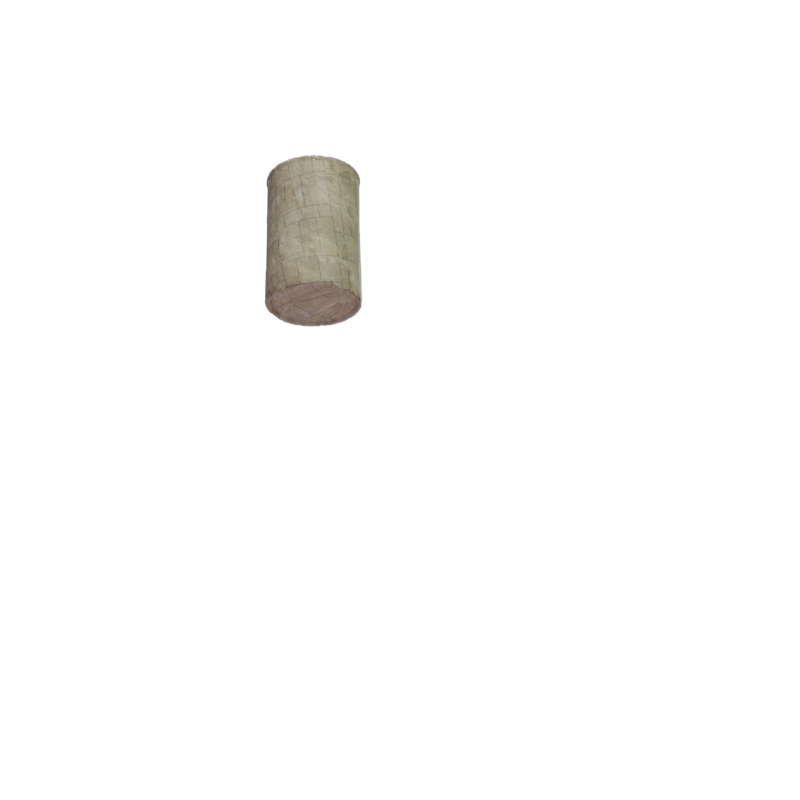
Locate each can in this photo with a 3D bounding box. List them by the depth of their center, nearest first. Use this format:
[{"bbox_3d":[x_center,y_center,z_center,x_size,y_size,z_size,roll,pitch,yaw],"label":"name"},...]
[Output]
[{"bbox_3d":[-0.061,-0.111,0.780,0.068,0.109,0.065,0,-27,-2],"label":"can"}]
